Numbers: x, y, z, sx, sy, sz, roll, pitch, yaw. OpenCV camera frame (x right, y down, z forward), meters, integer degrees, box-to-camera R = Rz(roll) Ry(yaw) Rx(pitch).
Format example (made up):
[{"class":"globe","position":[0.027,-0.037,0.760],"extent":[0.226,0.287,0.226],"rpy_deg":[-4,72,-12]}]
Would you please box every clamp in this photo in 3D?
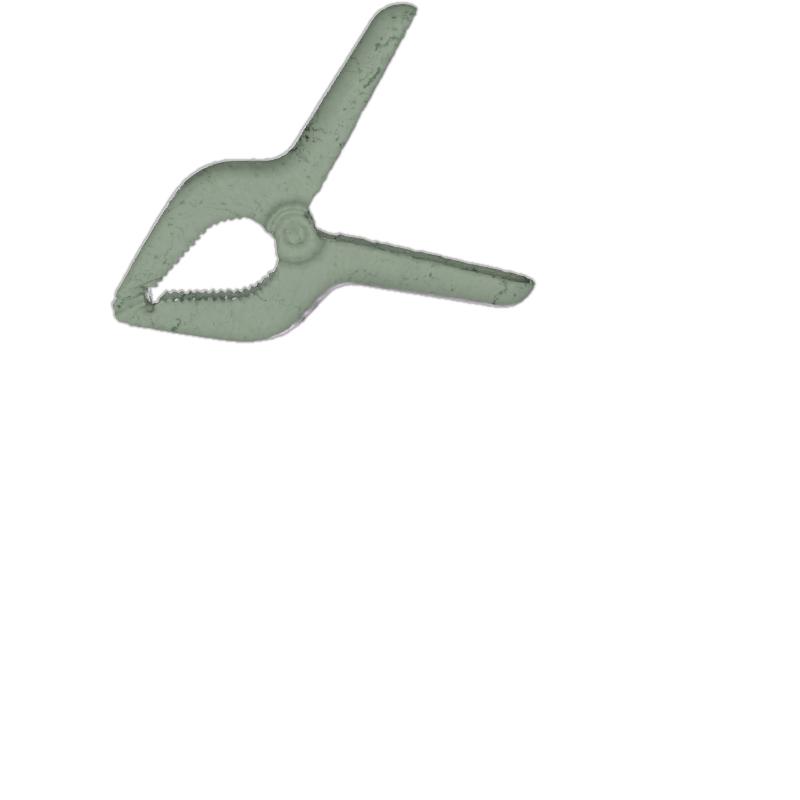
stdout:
[{"class":"clamp","position":[-0.044,-0.081,0.568],"extent":[0.210,0.162,0.037],"rpy_deg":[-31,6,3]}]
